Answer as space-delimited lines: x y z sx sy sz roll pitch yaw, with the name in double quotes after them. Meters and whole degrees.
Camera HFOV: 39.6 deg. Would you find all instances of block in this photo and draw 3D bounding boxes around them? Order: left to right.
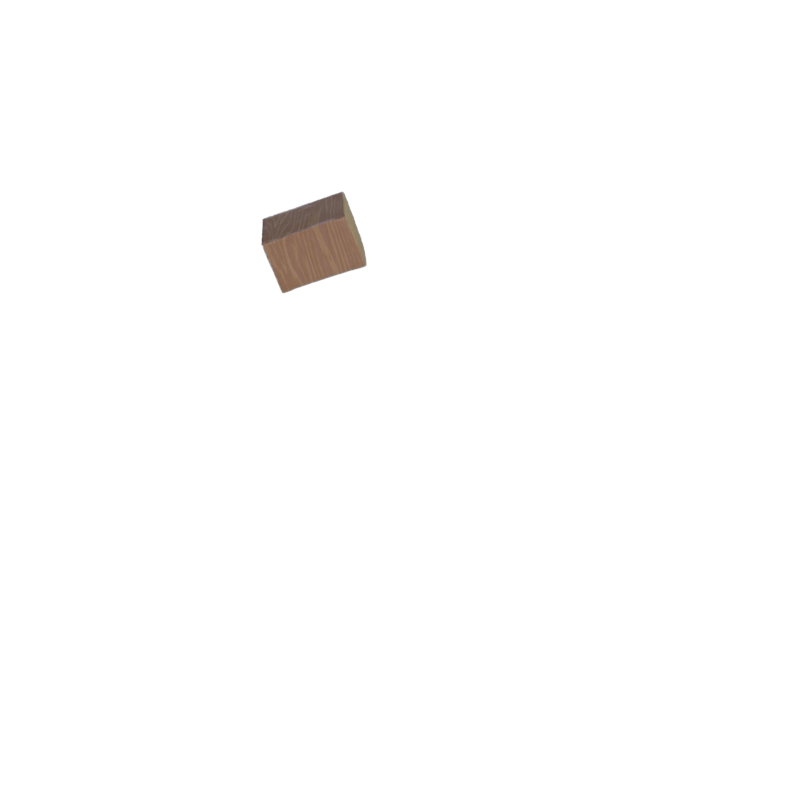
-0.074 -0.135 0.948 0.078 0.049 0.054 -17 31 8 "block"
